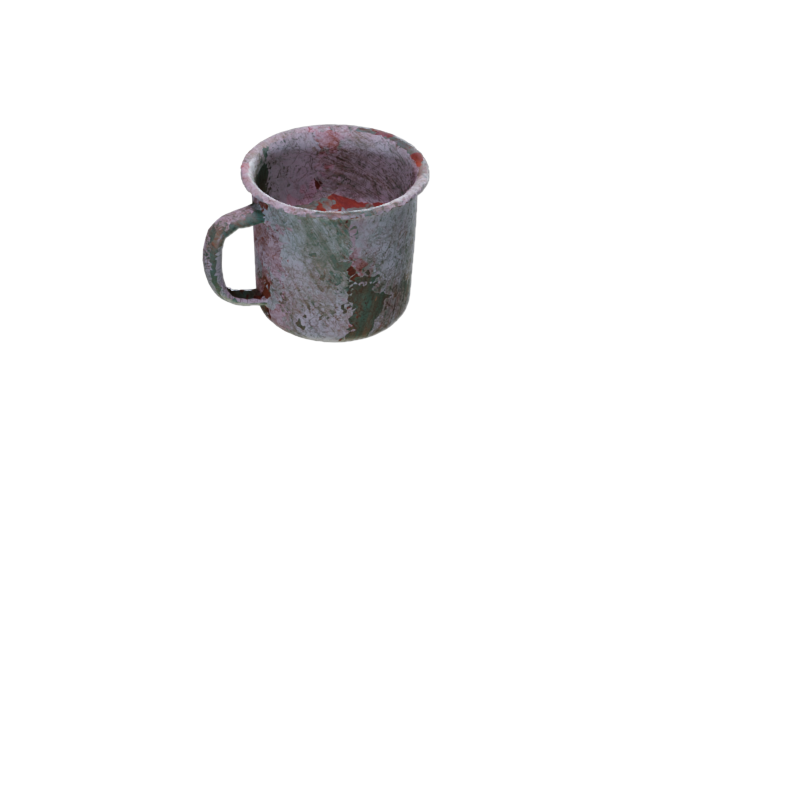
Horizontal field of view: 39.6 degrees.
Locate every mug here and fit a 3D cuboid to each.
[{"bbox_3d":[-0.044,-0.080,0.561,0.116,0.076,0.101,-20,42,-25],"label":"mug"}]
